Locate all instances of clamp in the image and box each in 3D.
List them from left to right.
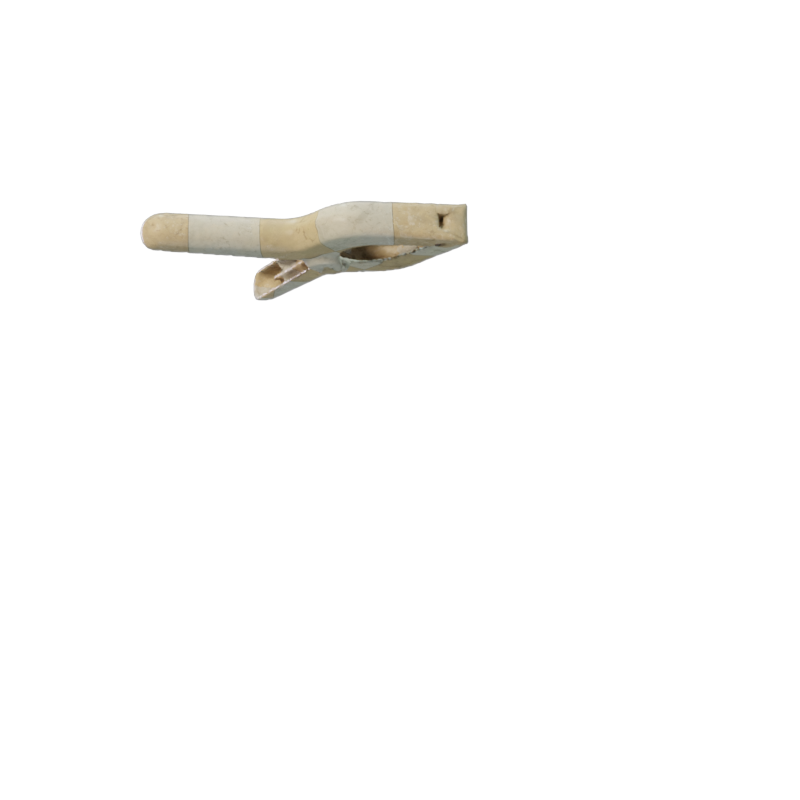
[{"bbox_3d":[-0.059,-0.108,0.755,0.215,0.038,0.155,-6,-11,31],"label":"clamp"}]
